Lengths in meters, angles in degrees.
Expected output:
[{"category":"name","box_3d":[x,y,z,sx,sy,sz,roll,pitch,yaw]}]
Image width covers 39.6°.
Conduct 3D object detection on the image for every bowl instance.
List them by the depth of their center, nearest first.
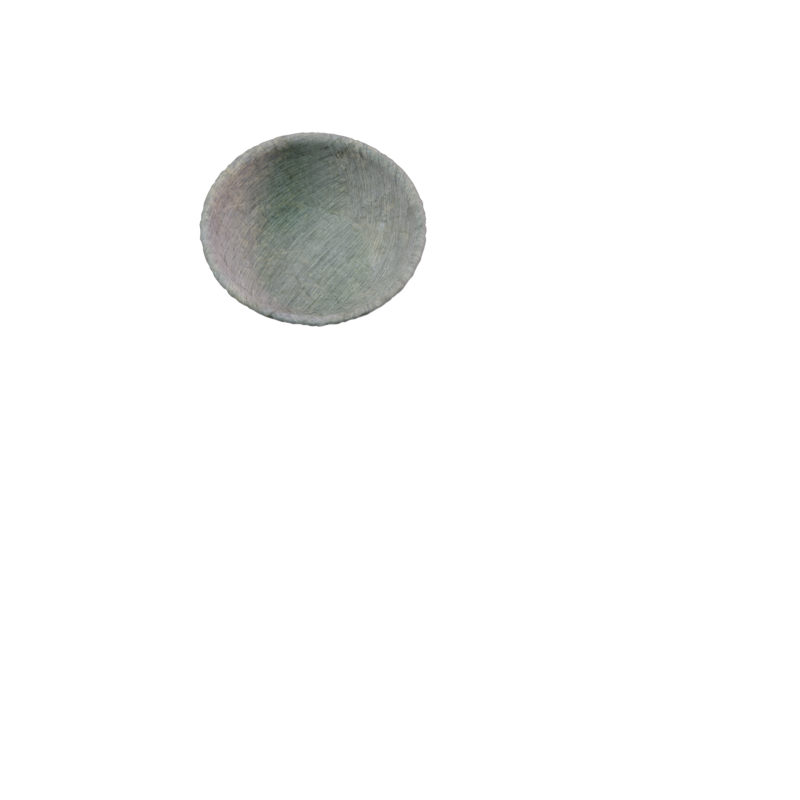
[{"category":"bowl","box_3d":[-0.064,-0.116,0.811,0.162,0.172,0.052,-1,-28,-1]}]
